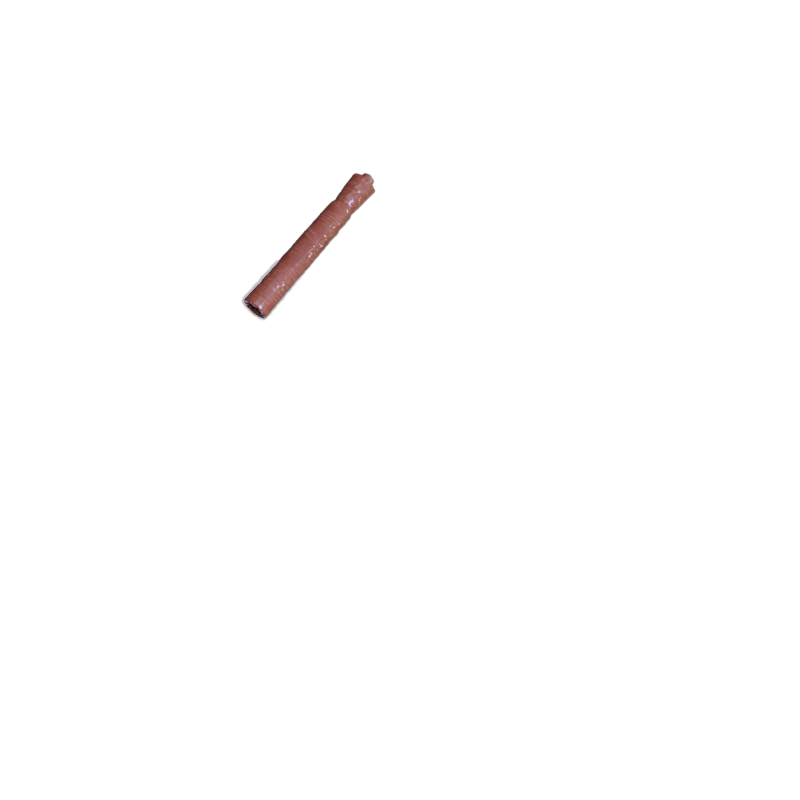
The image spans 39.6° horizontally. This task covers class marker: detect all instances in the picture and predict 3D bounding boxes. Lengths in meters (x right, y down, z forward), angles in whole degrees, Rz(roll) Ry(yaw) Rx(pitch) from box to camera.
[{"bbox_3d":[-0.056,-0.103,0.718,0.020,0.123,0.019,34,-20,11],"label":"marker"}]
